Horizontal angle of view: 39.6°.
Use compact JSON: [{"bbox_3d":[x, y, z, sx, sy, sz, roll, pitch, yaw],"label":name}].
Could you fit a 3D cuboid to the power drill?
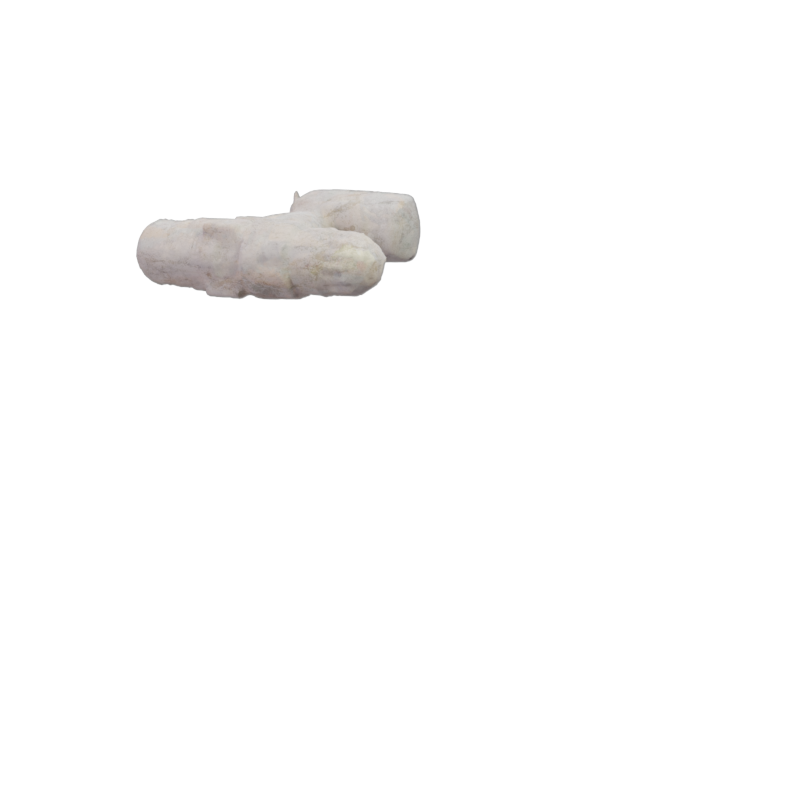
[{"bbox_3d":[-0.061,-0.110,0.773,0.192,0.056,0.185,9,17,29],"label":"power drill"}]
